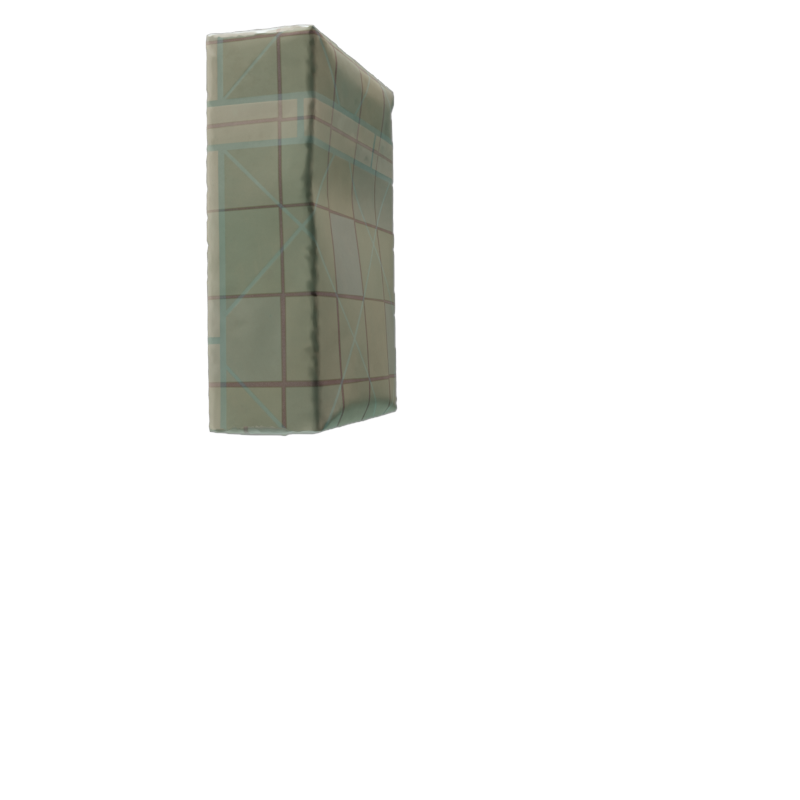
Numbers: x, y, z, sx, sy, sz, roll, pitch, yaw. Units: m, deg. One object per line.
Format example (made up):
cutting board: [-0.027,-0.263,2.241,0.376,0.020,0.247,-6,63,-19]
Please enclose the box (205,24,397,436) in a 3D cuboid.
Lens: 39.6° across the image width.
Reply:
box: [-0.051,-0.093,0.649,0.073,0.216,0.159,-2,-3,15]
